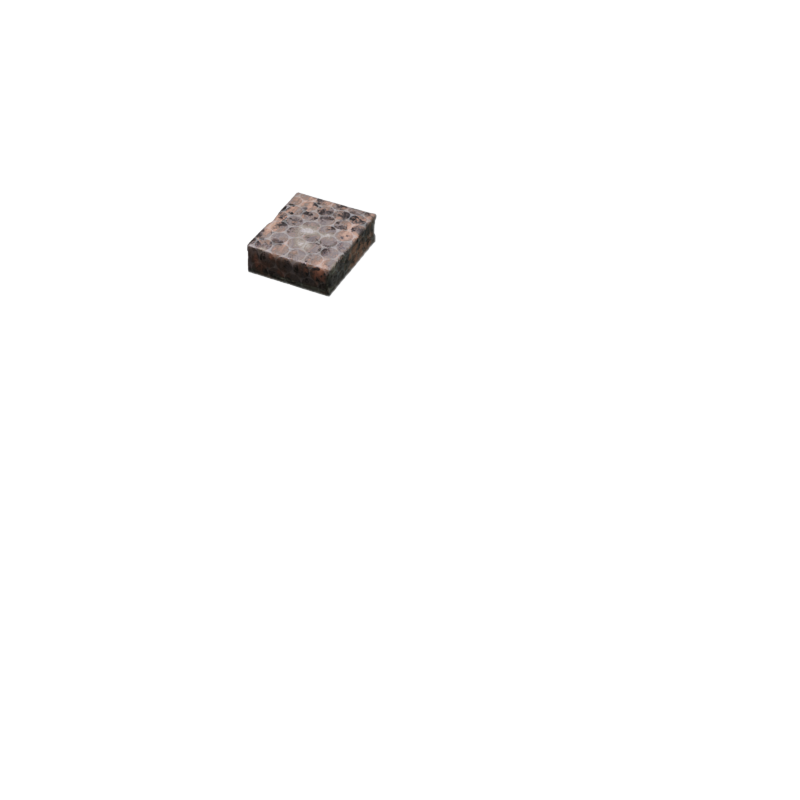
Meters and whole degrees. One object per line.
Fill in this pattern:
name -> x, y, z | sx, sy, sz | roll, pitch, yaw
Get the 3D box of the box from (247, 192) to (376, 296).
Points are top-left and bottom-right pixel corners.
box -> -0.069, -0.126, 0.883 | 0.076, 0.028, 0.092 | 17, 43, 19
